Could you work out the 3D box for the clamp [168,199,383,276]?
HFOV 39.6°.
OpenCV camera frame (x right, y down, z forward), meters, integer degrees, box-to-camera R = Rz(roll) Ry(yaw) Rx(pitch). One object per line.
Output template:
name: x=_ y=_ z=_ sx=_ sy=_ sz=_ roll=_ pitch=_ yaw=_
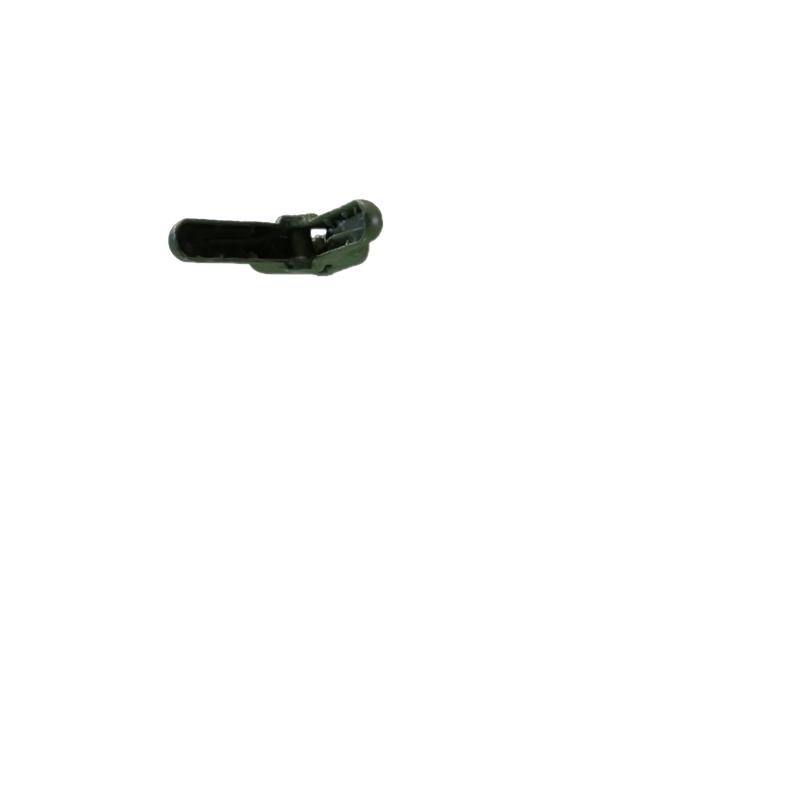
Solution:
clamp: x=-0.053 y=-0.096 z=0.675 sx=0.123 sy=0.039 sz=0.168 roll=1 pitch=5 yaw=17
